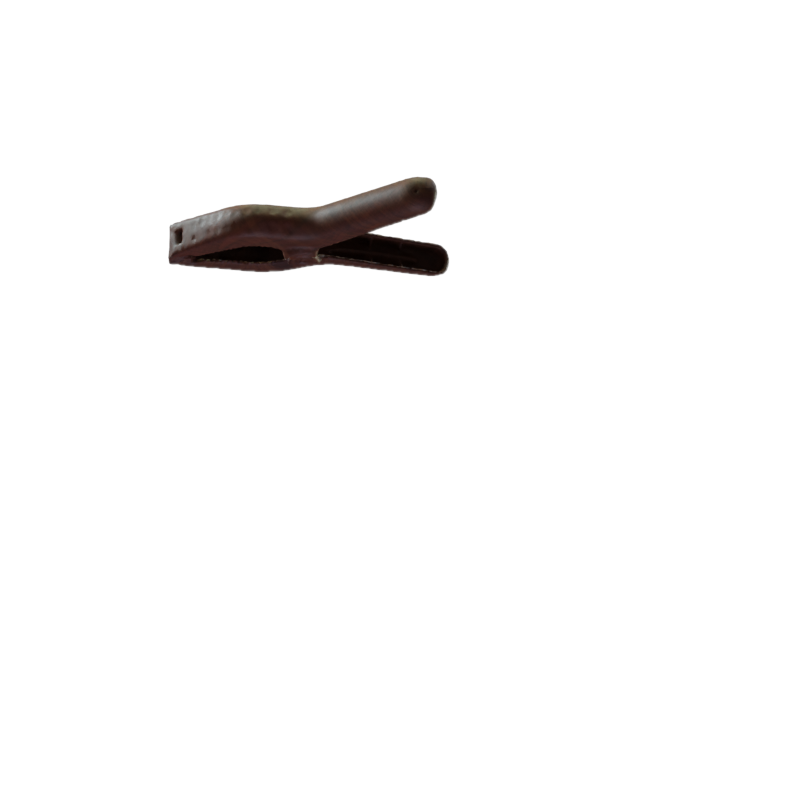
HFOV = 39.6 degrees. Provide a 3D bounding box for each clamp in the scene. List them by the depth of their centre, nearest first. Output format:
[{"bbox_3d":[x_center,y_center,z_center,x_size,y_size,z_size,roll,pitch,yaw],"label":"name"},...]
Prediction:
[{"bbox_3d":[-0.064,-0.116,0.812,0.213,0.038,0.156,-3,-12,14],"label":"clamp"}]
